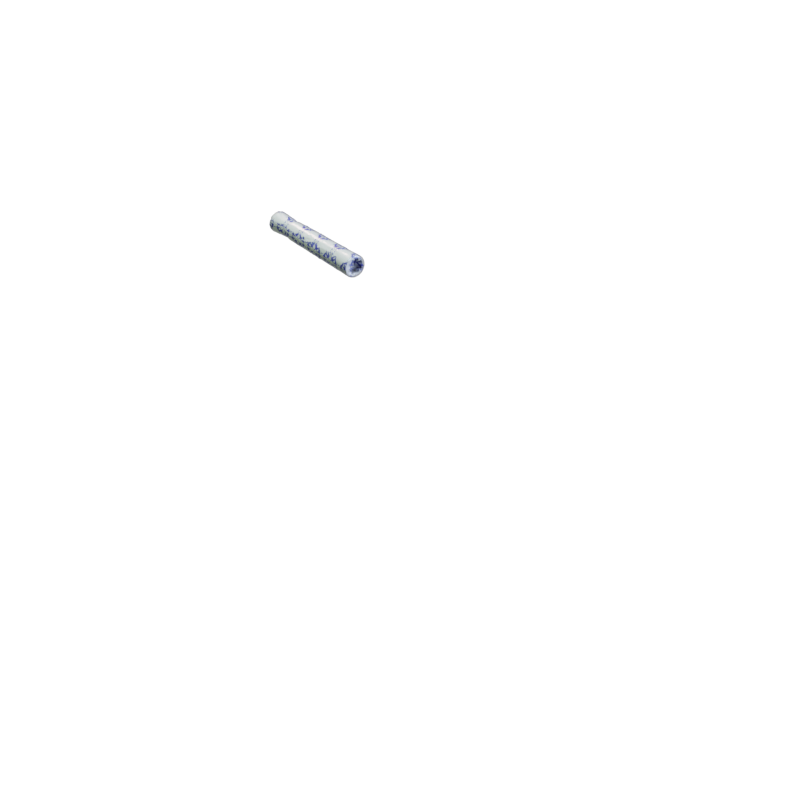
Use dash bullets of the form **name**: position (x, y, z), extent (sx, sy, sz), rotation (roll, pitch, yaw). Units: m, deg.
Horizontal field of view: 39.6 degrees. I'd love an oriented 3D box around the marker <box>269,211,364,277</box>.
- **marker**: position (-0.071, -0.130, 0.913), extent (0.019, 0.019, 0.130), rotation (-3, 25, -37)
